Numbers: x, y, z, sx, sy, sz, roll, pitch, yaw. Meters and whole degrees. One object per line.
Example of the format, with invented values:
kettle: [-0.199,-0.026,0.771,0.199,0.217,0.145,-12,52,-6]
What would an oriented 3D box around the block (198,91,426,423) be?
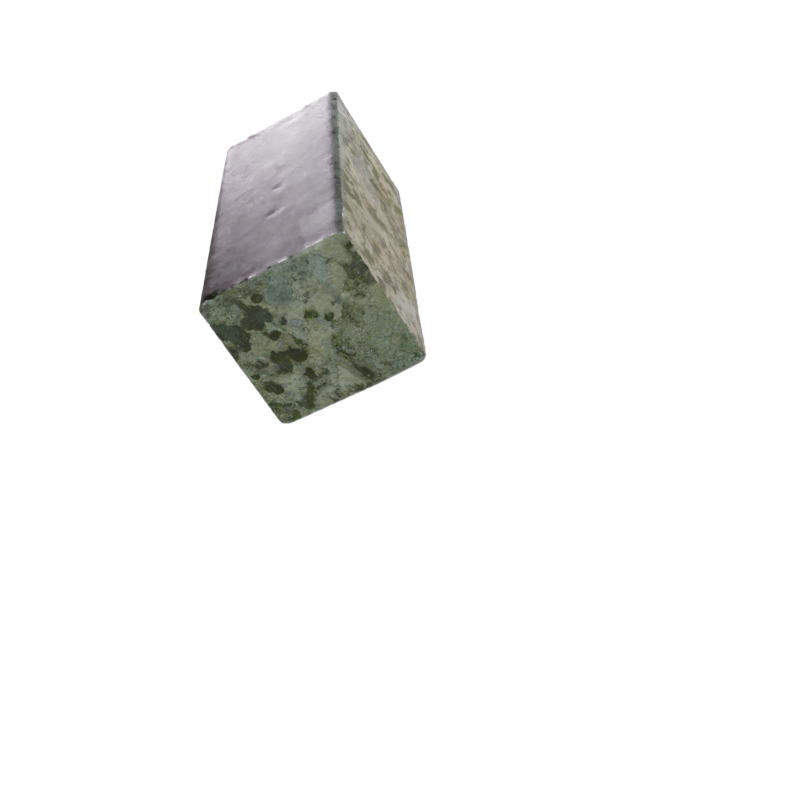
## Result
block: [-0.052,-0.094,0.663,0.090,0.085,0.220,-26,31,13]
